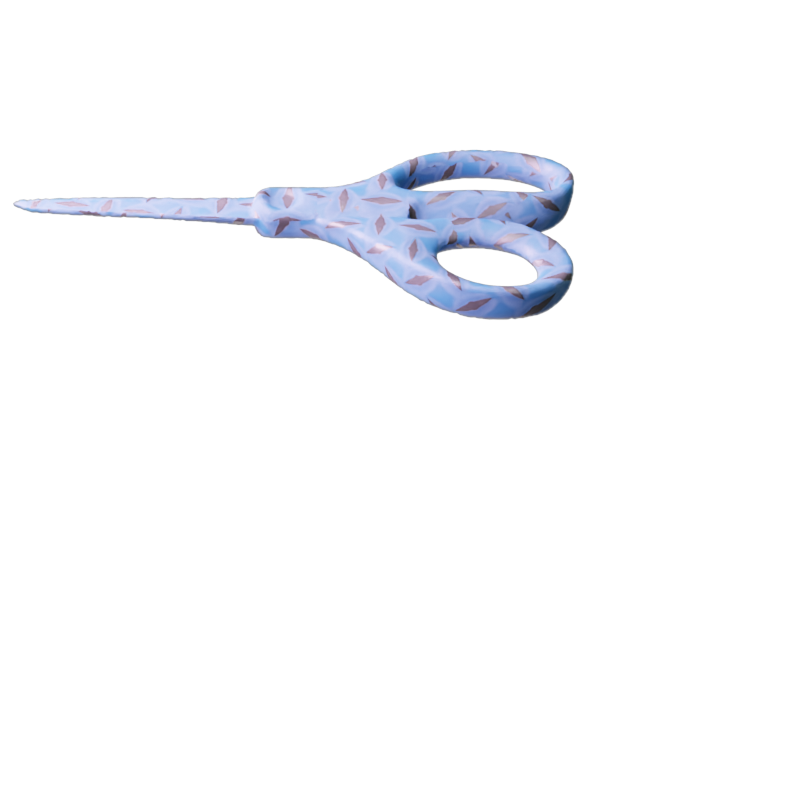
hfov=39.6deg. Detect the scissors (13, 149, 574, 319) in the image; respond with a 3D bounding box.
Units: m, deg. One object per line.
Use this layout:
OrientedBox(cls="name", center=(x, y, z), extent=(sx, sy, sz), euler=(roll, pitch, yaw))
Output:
OrientedBox(cls="scissors", center=(-0.030, -0.055, 0.383), extent=(0.199, 0.015, 0.104), euler=(-9, 42, -10))
